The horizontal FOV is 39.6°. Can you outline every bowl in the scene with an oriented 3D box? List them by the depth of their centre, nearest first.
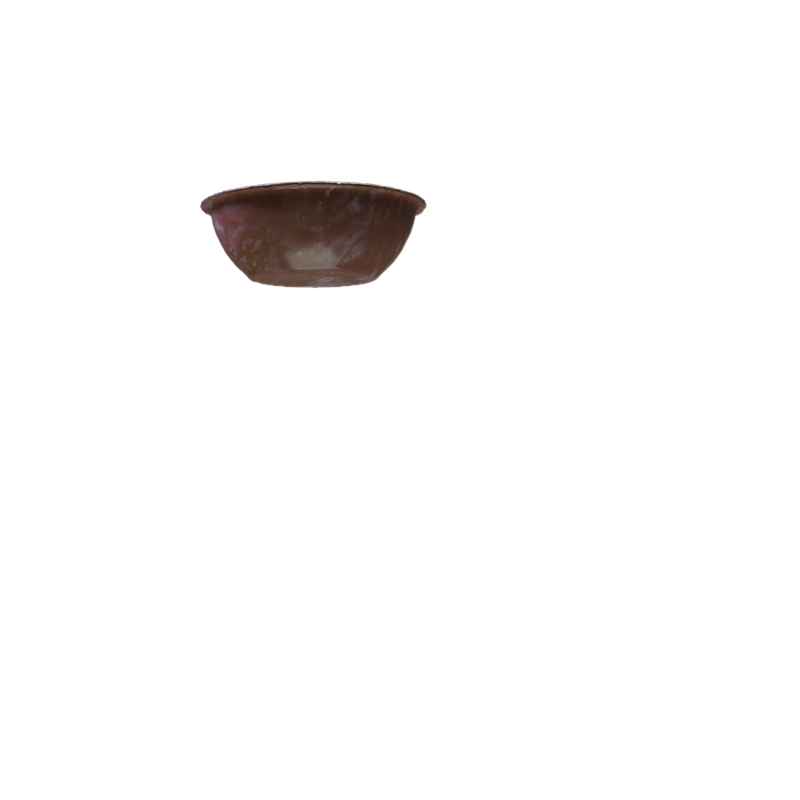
[{"bbox_3d":[-0.062,-0.113,0.789,0.162,0.056,0.160,0,-3,-2],"label":"bowl"}]
